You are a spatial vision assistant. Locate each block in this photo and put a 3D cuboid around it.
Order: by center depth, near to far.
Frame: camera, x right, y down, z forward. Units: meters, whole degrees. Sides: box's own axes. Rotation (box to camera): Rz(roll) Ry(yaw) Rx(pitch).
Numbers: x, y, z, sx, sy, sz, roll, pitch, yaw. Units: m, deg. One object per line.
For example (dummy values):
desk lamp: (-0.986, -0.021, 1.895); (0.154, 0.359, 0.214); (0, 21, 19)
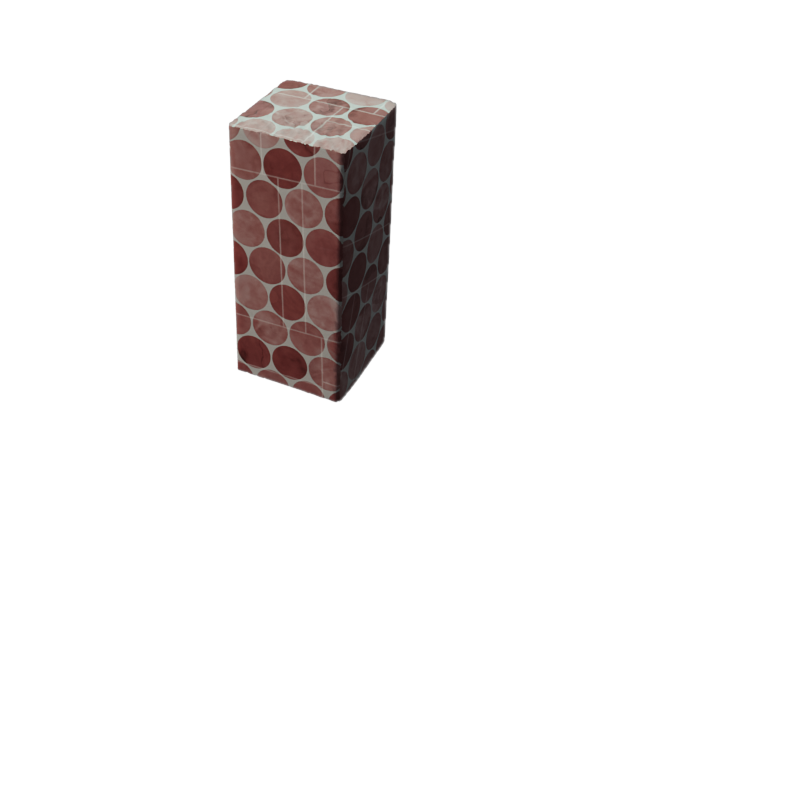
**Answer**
block: (-0.063, -0.116, 0.809); (0.094, 0.193, 0.093); (16, 37, 19)
